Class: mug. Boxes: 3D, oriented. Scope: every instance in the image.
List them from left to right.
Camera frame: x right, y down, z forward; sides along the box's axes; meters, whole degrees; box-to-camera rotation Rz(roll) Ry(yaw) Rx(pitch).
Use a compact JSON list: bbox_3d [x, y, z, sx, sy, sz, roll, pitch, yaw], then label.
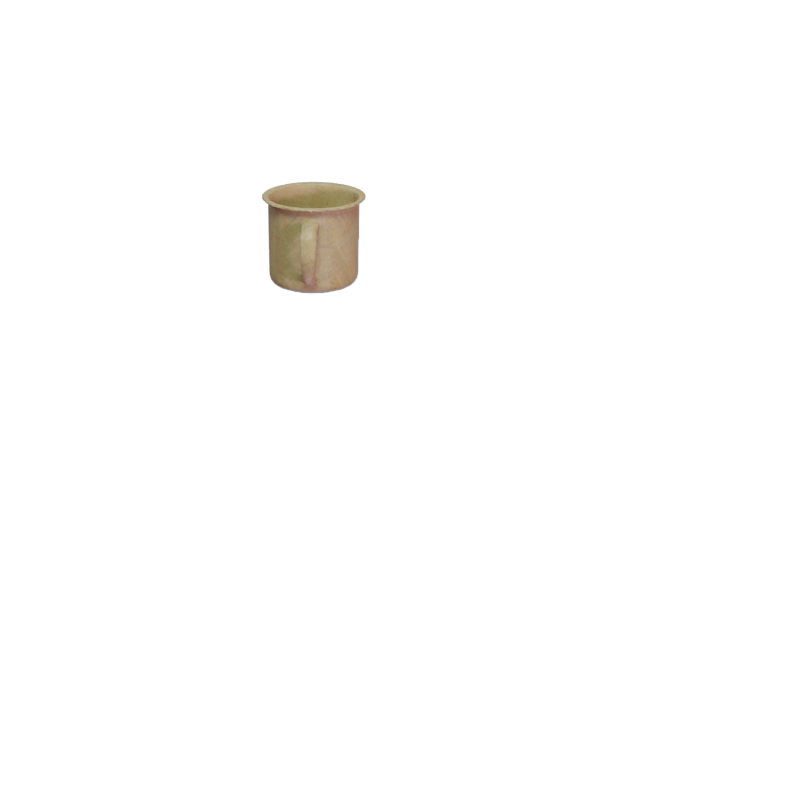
[{"bbox_3d":[-0.078,-0.142,0.995,0.093,0.078,0.123,0,23,-1],"label":"mug"}]
